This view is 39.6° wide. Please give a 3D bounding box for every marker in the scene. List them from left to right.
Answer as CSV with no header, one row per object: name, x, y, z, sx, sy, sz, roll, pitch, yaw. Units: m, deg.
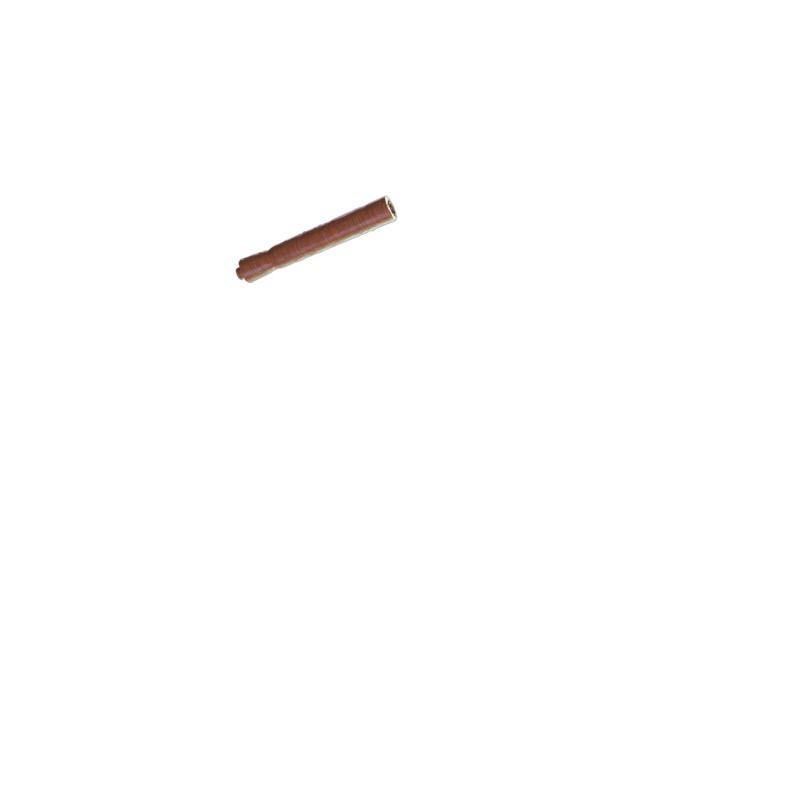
marker,-0.060,-0.110,0.768,0.121,0.020,0.019,-21,-2,17
